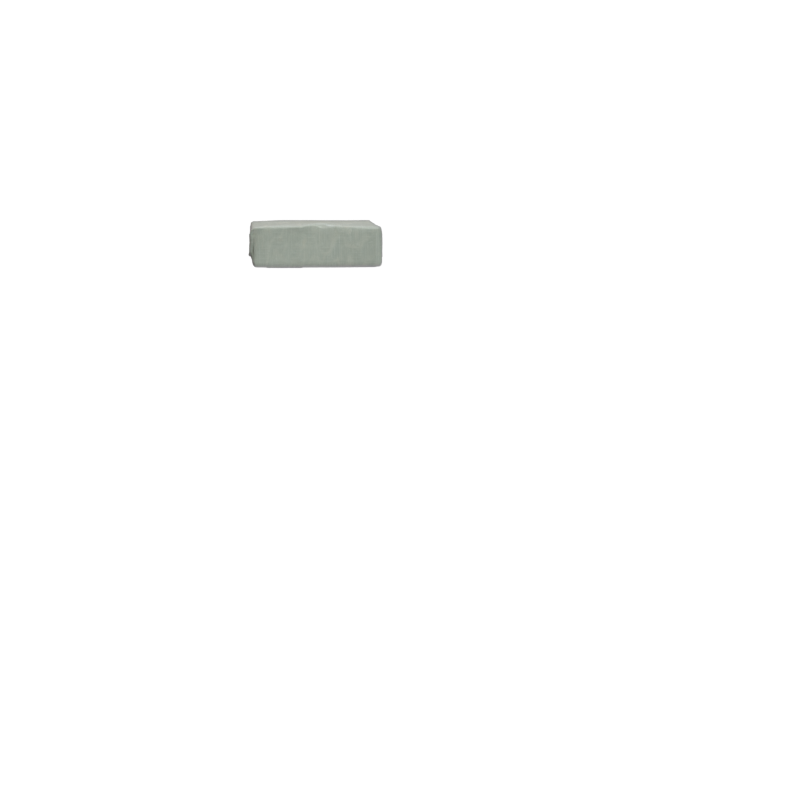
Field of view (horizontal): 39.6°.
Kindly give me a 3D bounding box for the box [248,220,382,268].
[{"bbox_3d":[-0.060,-0.110,0.768,0.089,0.030,0.075,-1,11,-5],"label":"box"}]
